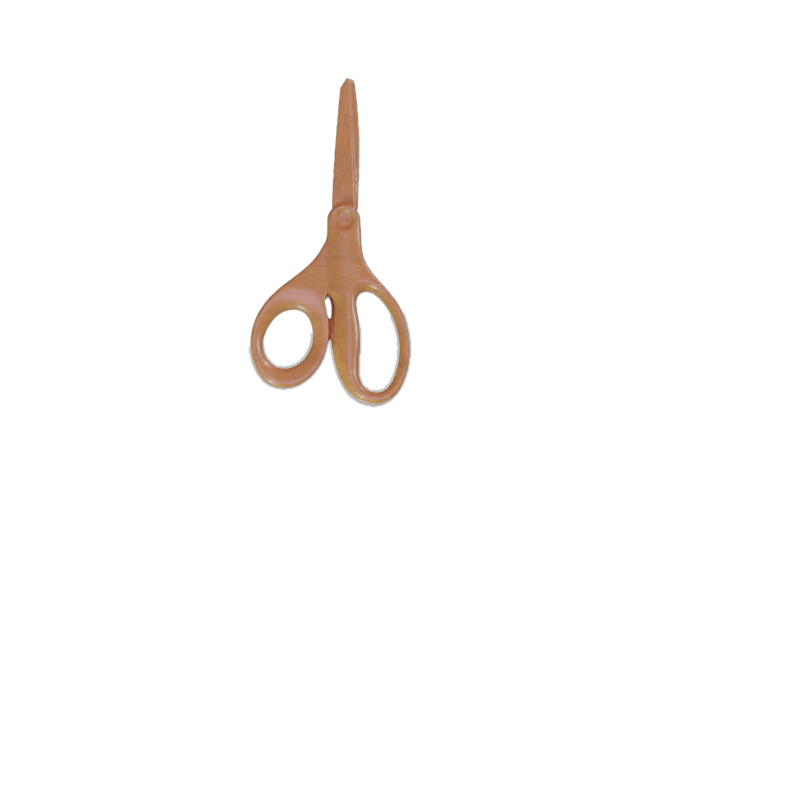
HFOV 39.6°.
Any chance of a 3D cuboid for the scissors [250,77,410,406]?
[{"bbox_3d":[-0.050,-0.090,0.633,0.096,0.213,0.015,-13,-22,-5],"label":"scissors"}]
